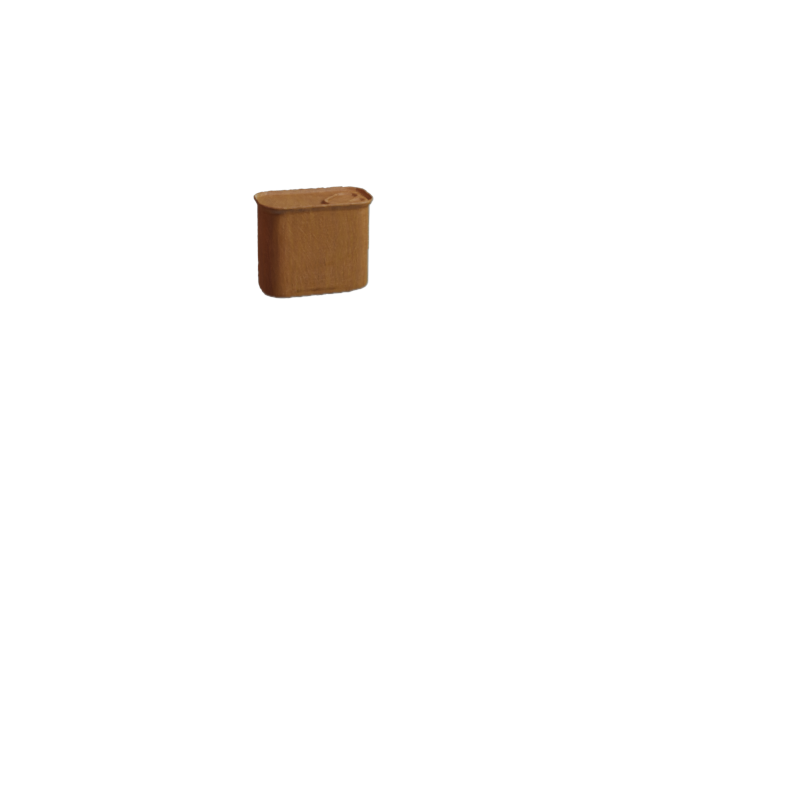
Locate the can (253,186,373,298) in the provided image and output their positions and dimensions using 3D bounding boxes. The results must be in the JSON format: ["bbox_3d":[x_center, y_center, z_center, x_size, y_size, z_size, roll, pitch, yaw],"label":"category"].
[{"bbox_3d":[-0.076,-0.139,0.976,0.100,0.080,0.061,-6,21,-16],"label":"can"}]
